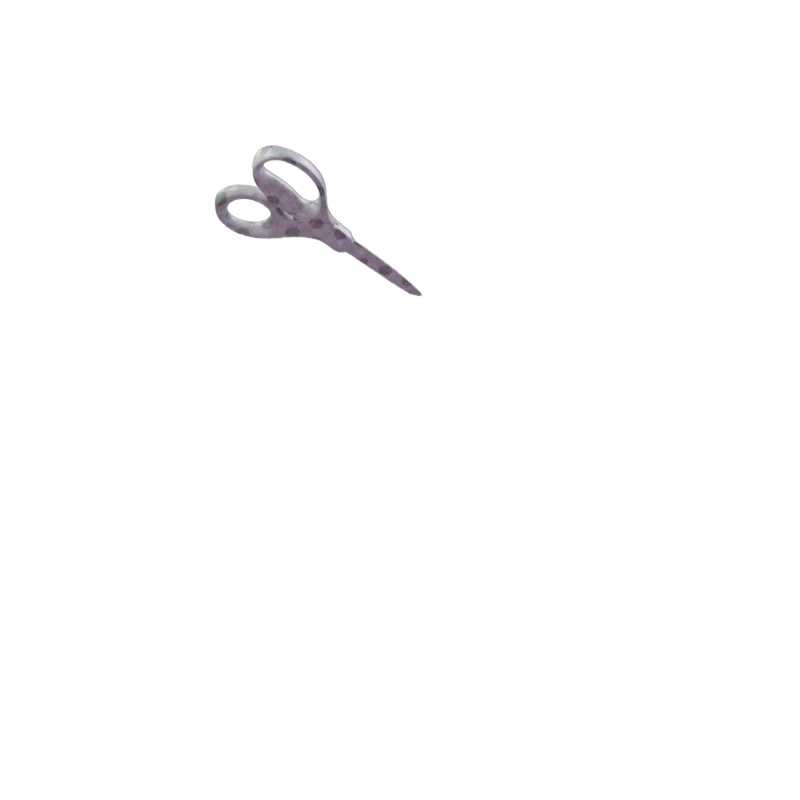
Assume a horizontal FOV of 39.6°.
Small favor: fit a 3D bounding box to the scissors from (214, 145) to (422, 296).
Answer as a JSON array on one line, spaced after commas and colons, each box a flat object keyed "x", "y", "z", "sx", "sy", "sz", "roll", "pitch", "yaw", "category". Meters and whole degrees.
[{"x": -0.068, "y": -0.124, "z": 0.870, "sx": 0.097, "sy": 0.017, "sz": 0.186, "roll": -18, "pitch": -42, "yaw": 21, "category": "scissors"}]
